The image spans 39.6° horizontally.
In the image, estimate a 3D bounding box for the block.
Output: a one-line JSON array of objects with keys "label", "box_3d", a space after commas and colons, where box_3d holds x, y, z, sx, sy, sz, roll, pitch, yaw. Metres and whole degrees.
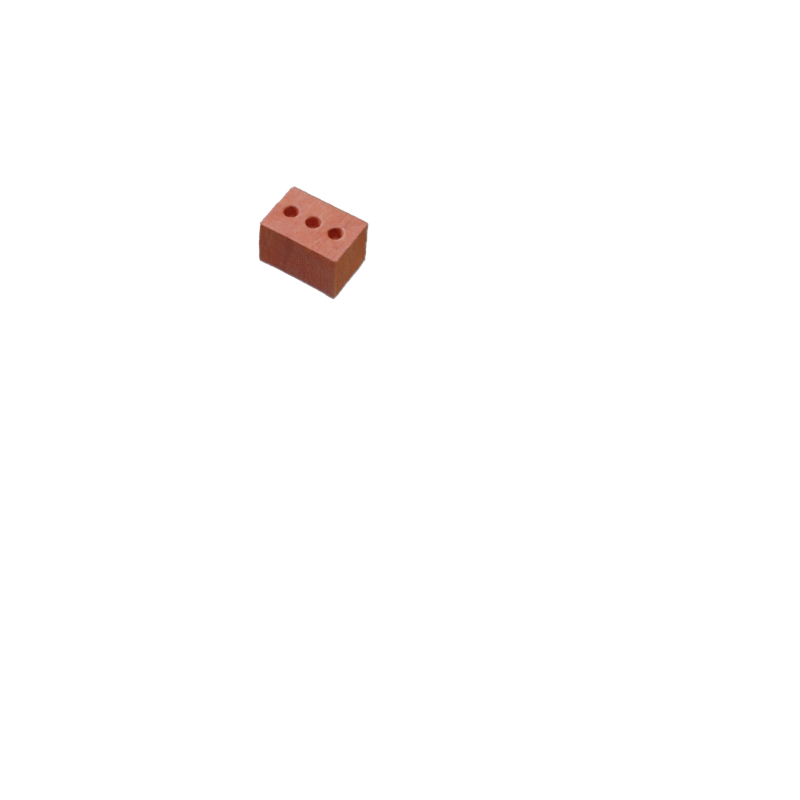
[{"label": "block", "box_3d": [-0.073, -0.132, 0.928, 0.081, 0.054, 0.048, 28, -32, 18]}]
